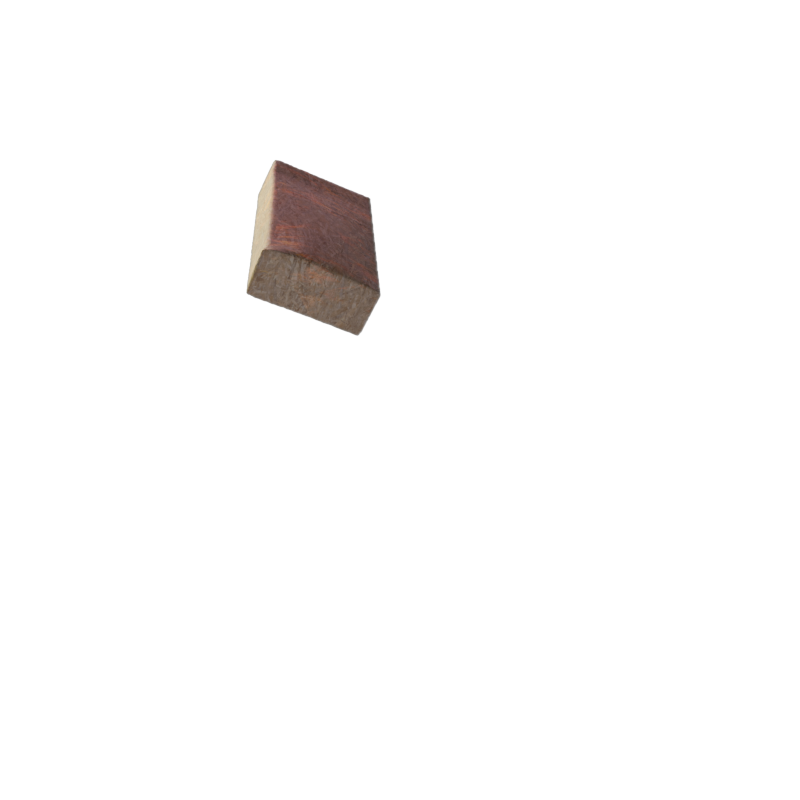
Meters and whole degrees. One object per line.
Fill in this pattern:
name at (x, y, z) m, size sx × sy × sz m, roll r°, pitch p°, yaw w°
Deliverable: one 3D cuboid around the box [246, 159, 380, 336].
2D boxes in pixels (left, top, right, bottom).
box at (-0.068, -0.125, 0.875) m, size 0.091 × 0.046 × 0.187 m, roll 20°, pitch 26°, yaw -14°
